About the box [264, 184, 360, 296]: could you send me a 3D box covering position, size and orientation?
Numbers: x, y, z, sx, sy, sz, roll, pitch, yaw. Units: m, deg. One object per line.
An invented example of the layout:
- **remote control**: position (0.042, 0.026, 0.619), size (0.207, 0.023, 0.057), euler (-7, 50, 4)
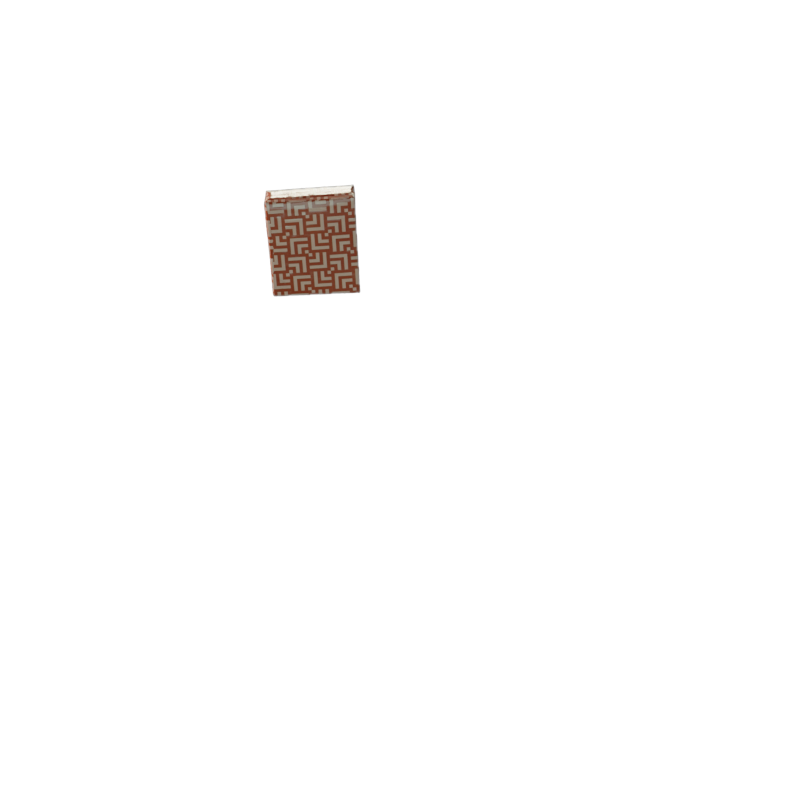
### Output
- **box**: position (-0.071, -0.130, 0.910), size (0.073, 0.084, 0.032), euler (-3, 28, 1)
